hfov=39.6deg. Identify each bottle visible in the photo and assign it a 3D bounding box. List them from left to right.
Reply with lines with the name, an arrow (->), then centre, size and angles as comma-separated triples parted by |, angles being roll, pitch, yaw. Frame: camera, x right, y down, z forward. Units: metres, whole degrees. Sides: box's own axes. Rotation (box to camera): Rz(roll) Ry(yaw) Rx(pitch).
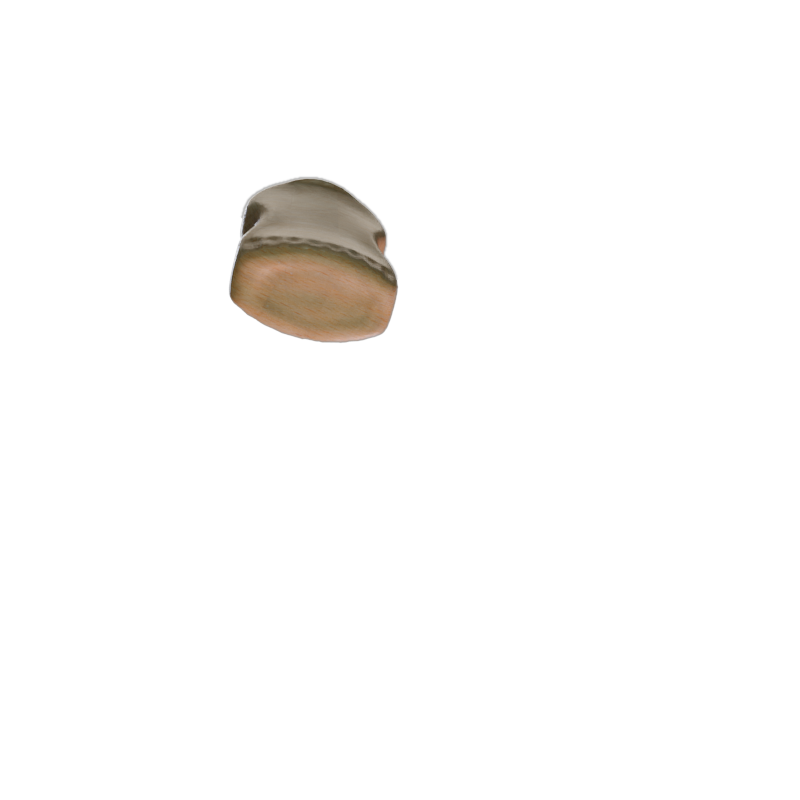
bottle -> -0.056, -0.102, 0.717 | 0.095, 0.056, 0.202 | 9, 24, -8
